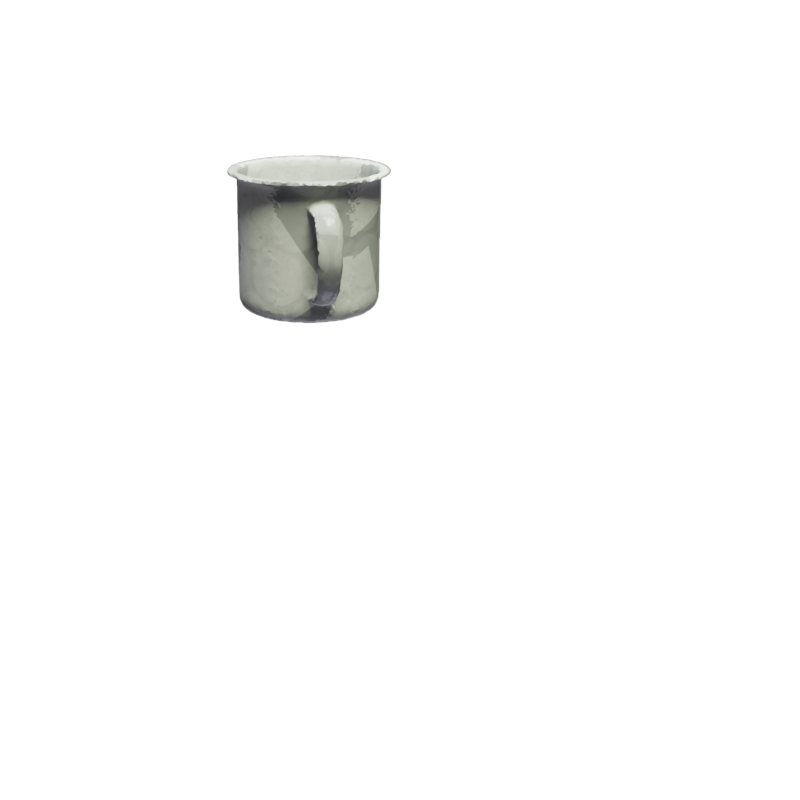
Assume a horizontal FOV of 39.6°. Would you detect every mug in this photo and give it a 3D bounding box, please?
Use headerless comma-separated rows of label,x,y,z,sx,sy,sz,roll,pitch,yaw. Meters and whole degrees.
mug,-0.049,-0.090,0.627,0.092,0.079,0.124,-4,19,-14
